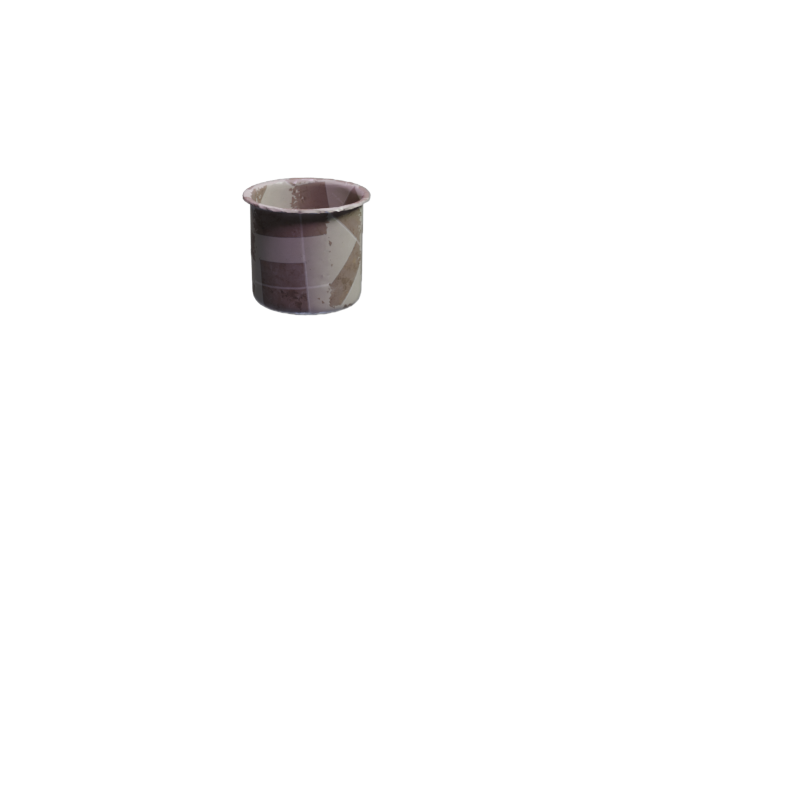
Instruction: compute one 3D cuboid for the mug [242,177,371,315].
[{"bbox_3d":[-0.064,-0.118,0.823,0.096,0.078,0.119,9,24,19],"label":"mug"}]
